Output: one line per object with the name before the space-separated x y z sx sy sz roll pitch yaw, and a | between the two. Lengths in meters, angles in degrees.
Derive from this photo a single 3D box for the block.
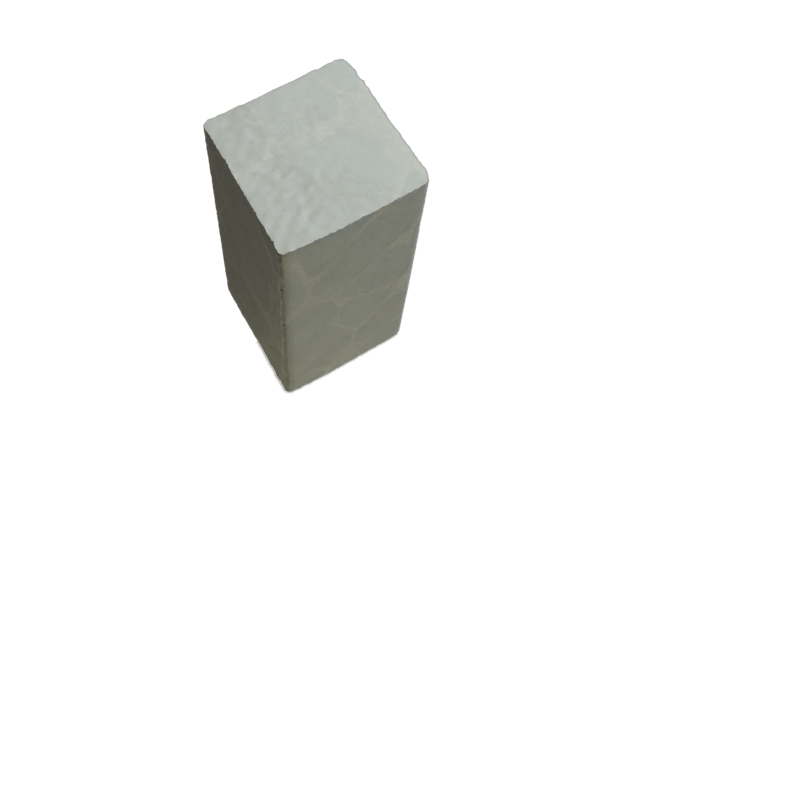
block | -0.051 -0.094 0.659 0.090 0.096 0.196 -28 -17 -13
